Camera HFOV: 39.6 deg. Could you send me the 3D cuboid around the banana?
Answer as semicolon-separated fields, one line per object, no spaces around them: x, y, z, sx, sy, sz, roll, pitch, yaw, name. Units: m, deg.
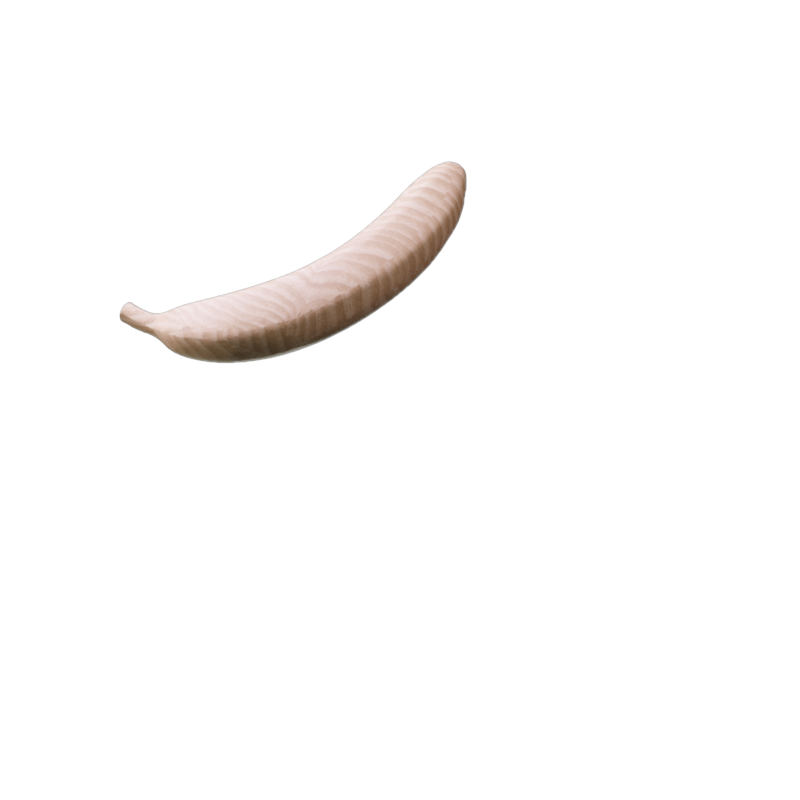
-0.038;-0.064;0.553;0.197;0.075;0.034;-25;-30;-16;banana
